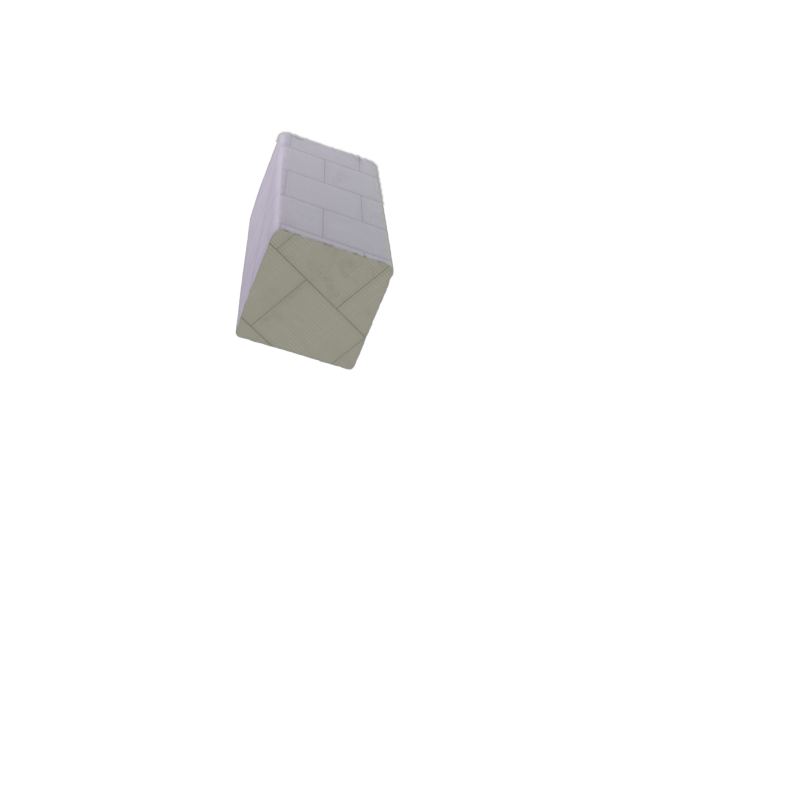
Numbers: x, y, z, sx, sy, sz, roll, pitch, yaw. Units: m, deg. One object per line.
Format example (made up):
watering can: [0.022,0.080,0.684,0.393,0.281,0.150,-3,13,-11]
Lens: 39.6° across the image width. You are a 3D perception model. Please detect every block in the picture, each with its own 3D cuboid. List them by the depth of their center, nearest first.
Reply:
block: [-0.068,-0.124,0.863,0.089,0.087,0.219,17,27,-13]
